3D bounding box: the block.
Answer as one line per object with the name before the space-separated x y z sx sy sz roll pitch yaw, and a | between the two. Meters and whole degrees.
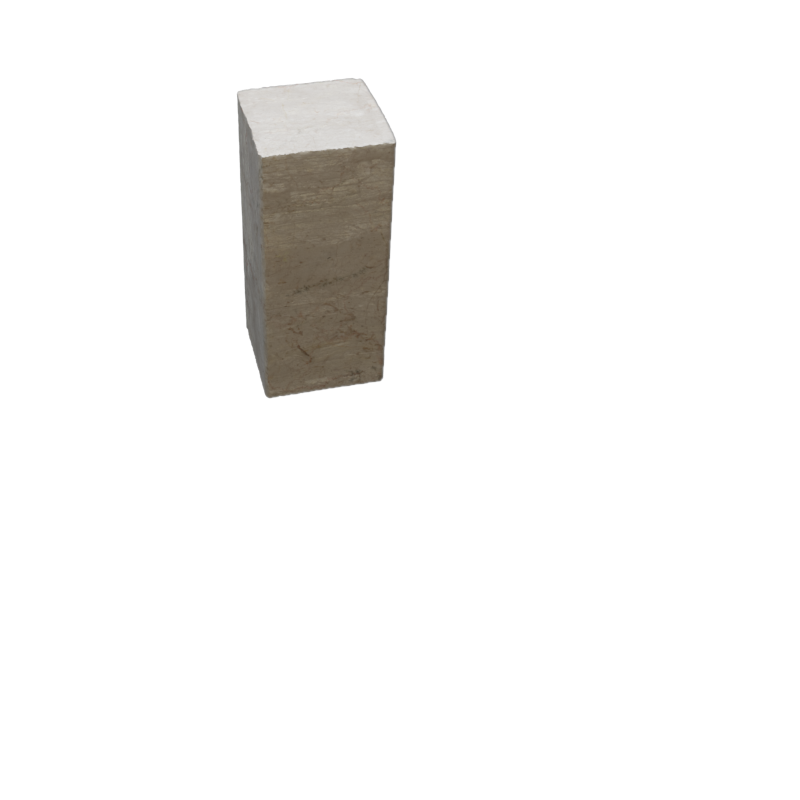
block | -0.061 -0.112 0.783 0.090 0.192 0.098 -8 41 -13
